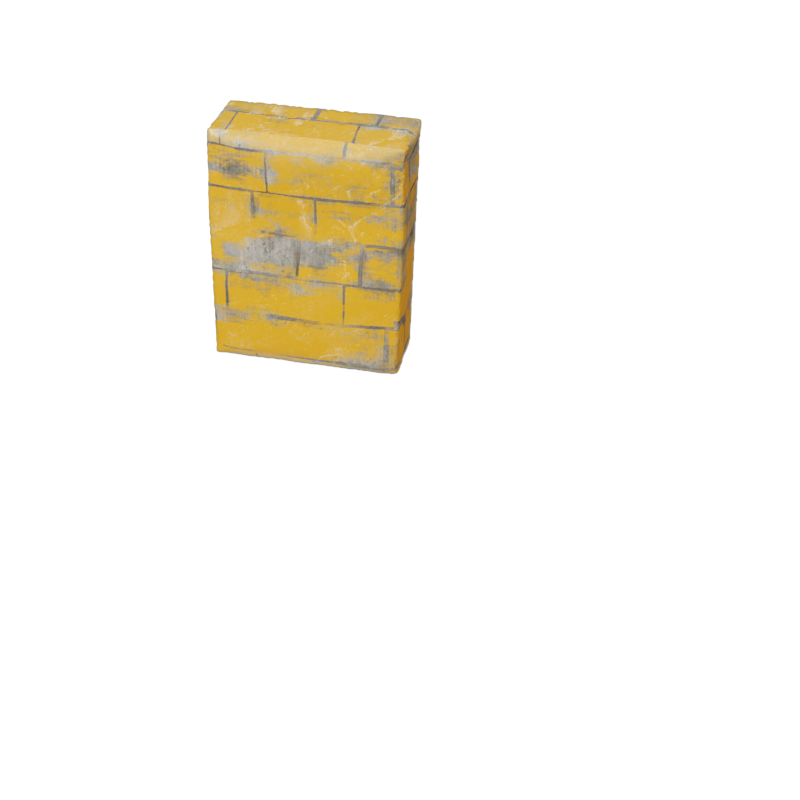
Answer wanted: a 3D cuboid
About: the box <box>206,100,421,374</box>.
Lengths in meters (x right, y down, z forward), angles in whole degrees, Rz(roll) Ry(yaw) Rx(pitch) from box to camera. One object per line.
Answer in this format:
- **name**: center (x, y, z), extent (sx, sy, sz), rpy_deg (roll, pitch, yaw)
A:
- **box**: center (-0.072, -0.132, 0.924), extent (0.167, 0.201, 0.075), rpy_deg (9, 33, 11)
